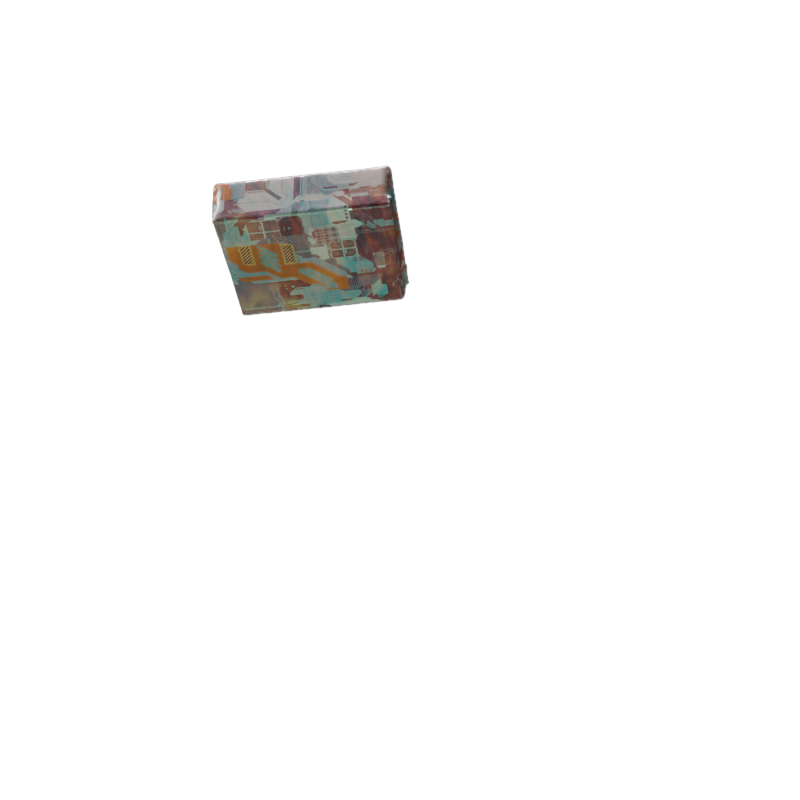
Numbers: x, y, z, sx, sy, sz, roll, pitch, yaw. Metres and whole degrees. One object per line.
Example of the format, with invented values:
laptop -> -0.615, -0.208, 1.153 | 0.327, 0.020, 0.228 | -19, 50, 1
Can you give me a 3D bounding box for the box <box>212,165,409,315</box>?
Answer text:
box -> -0.044, -0.080, 0.559 | 0.090, 0.032, 0.068 | -5, -38, 6
